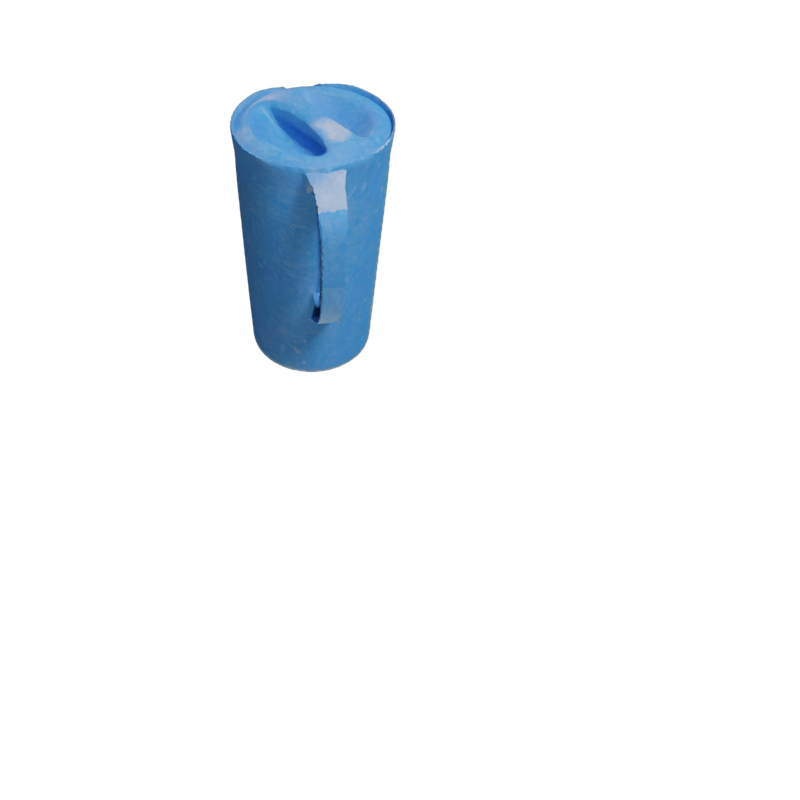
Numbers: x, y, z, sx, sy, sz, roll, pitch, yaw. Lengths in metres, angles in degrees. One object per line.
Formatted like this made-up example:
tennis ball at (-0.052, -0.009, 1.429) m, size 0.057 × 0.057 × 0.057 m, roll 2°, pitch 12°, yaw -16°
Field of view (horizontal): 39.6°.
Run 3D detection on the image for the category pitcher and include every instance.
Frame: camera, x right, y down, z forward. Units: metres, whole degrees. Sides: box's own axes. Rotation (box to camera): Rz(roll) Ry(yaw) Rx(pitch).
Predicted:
pitcher at (-0.074, -0.136, 0.950) m, size 0.152 × 0.227 × 0.152 m, roll 24°, pitch 46°, yaw 23°
